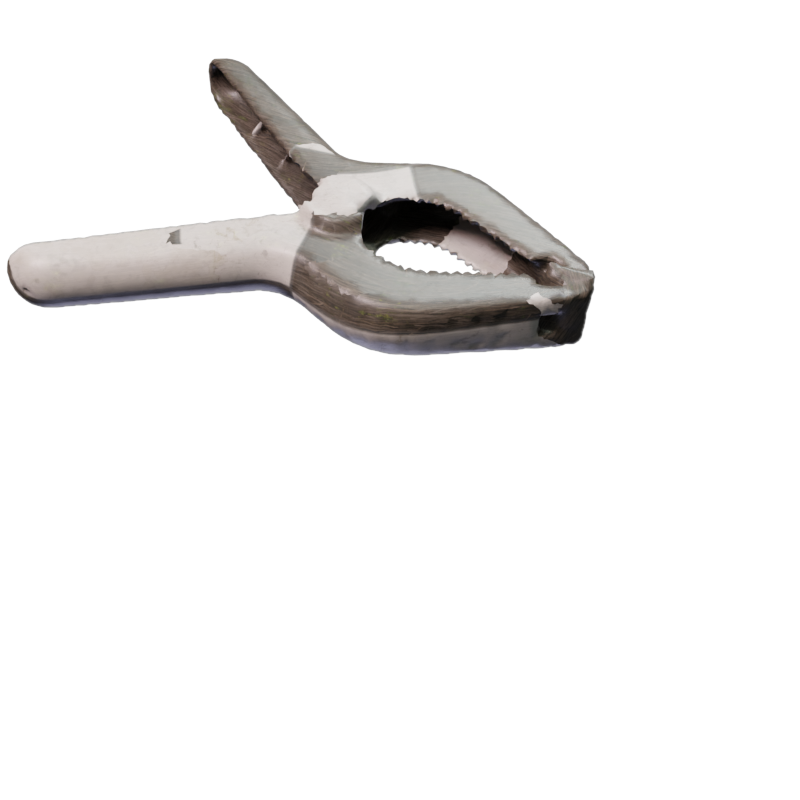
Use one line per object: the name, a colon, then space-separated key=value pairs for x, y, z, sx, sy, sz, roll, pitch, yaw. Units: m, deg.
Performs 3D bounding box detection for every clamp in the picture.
clamp: x=-0.034 y=-0.062 z=0.432 sx=0.220 sy=0.034 sz=0.169 roll=24 pitch=51 yaw=21
